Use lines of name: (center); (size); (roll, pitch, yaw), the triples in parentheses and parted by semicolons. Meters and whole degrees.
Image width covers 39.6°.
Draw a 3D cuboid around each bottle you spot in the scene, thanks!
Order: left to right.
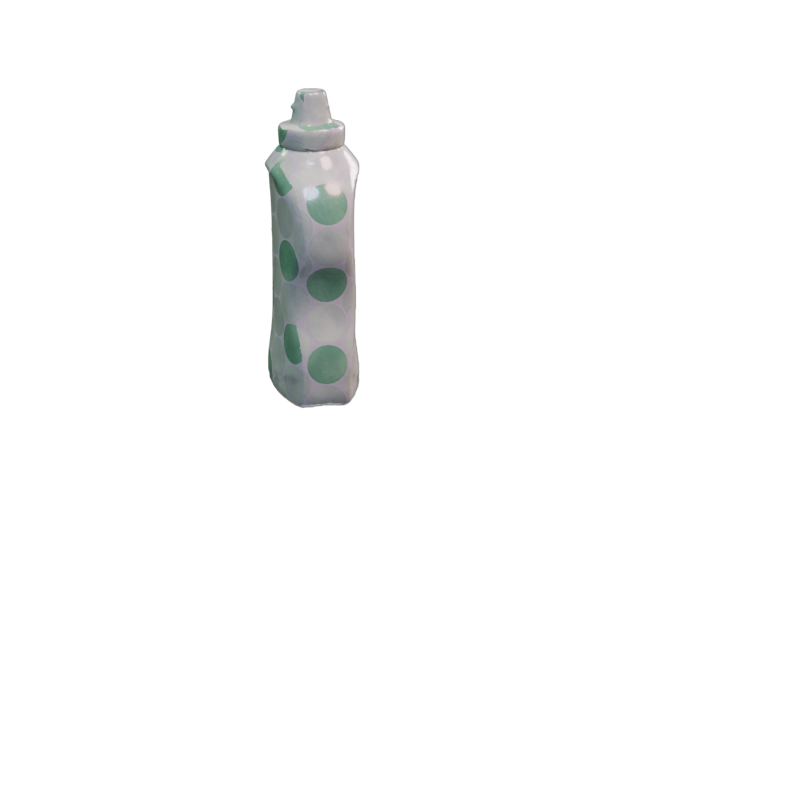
bottle: (-0.055, -0.099, 0.696); (0.058, 0.184, 0.101); (-2, 20, -10)
